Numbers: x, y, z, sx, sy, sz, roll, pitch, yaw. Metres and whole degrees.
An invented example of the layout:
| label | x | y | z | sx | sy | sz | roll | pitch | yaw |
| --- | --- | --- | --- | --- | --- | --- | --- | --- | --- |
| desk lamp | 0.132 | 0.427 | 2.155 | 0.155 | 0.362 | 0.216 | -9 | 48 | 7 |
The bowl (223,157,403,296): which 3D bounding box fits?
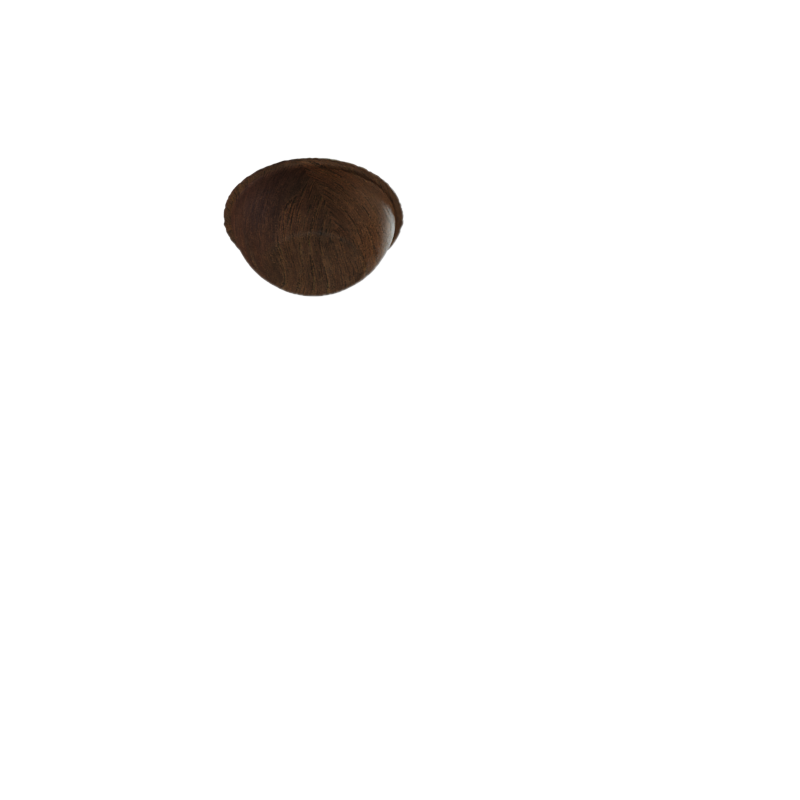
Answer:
| label | x | y | z | sx | sy | sz | roll | pitch | yaw |
| --- | --- | --- | --- | --- | --- | --- | --- | --- | --- |
| bowl | -0.077 | -0.140 | 0.981 | 0.162 | 0.059 | 0.151 | 1 | -34 | -2 |
